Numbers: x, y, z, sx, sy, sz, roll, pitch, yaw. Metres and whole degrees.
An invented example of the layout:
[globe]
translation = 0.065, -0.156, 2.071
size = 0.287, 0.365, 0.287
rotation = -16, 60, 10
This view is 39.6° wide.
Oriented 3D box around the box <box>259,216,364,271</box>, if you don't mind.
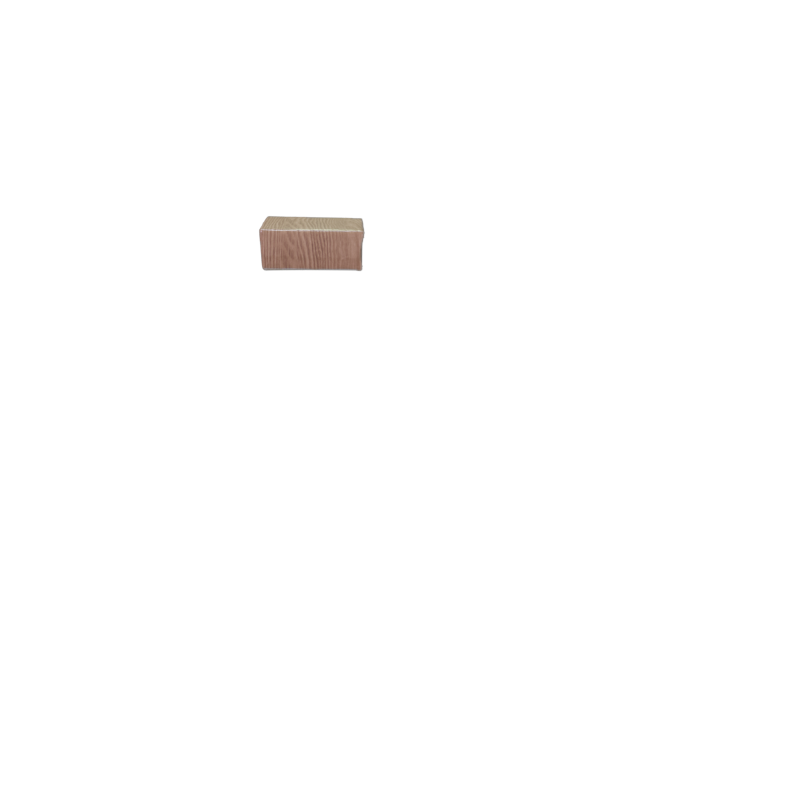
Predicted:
[box]
translation = -0.077, -0.140, 0.983
size = 0.090, 0.038, 0.117
rotation = 0, 16, -2
